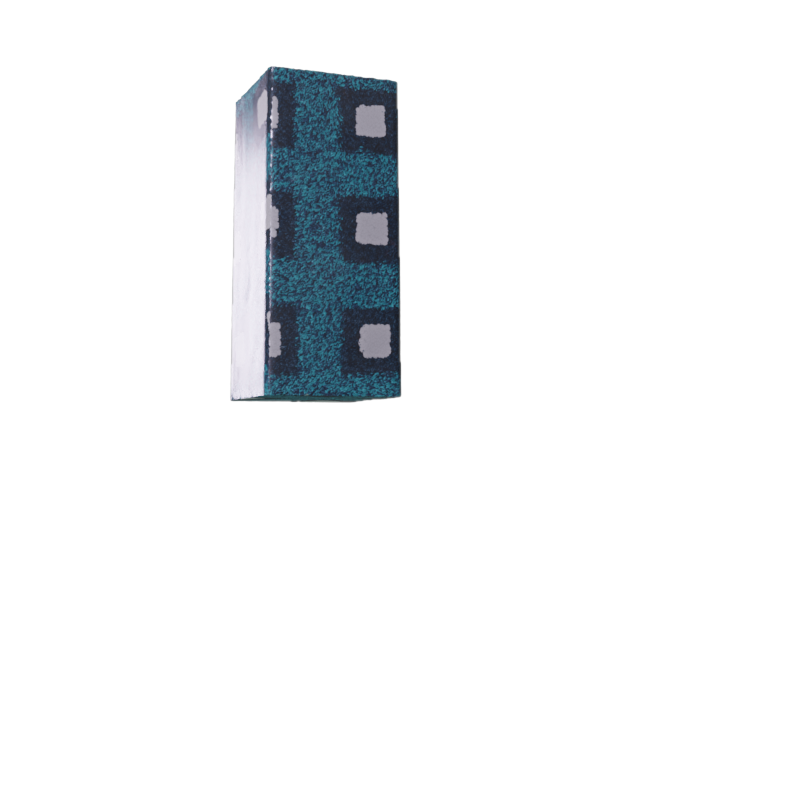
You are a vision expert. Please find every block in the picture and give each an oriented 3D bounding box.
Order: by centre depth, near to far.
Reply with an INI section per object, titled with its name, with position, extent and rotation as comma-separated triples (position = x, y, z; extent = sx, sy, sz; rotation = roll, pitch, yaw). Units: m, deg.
[block]
position = -0.057, -0.104, 0.733
extent = 0.088, 0.211, 0.091
rotation = 3, -10, -21
